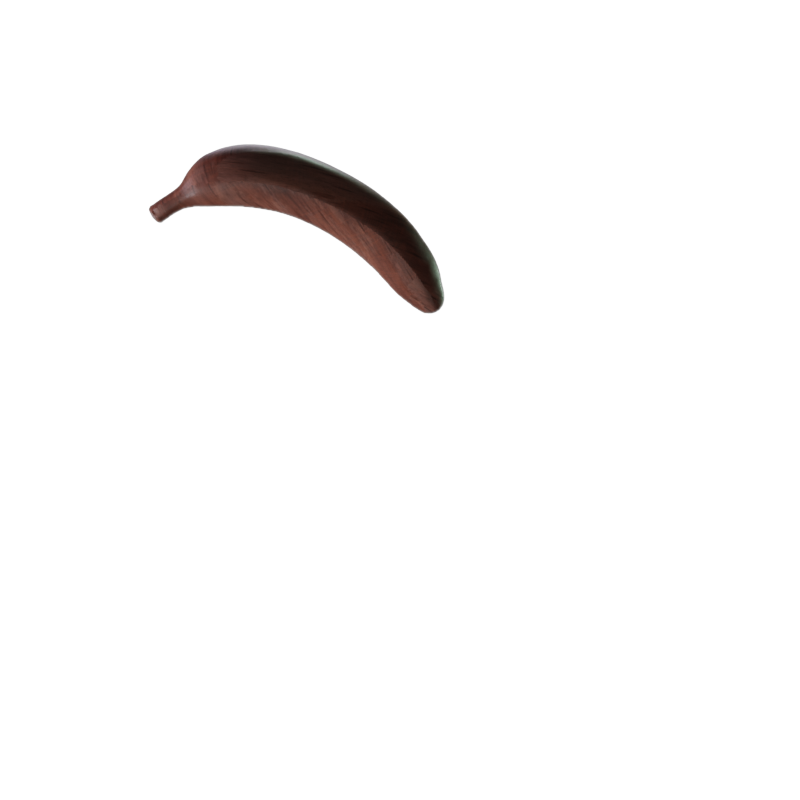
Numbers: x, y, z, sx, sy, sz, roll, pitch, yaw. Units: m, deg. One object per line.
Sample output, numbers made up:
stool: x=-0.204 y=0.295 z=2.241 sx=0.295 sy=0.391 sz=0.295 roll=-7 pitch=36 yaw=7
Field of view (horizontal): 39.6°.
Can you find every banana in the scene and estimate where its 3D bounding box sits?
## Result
banana: x=-0.049 y=-0.111 z=0.677 sx=0.191 sy=0.067 sz=0.039 roll=19 pitch=39 yaw=-16
